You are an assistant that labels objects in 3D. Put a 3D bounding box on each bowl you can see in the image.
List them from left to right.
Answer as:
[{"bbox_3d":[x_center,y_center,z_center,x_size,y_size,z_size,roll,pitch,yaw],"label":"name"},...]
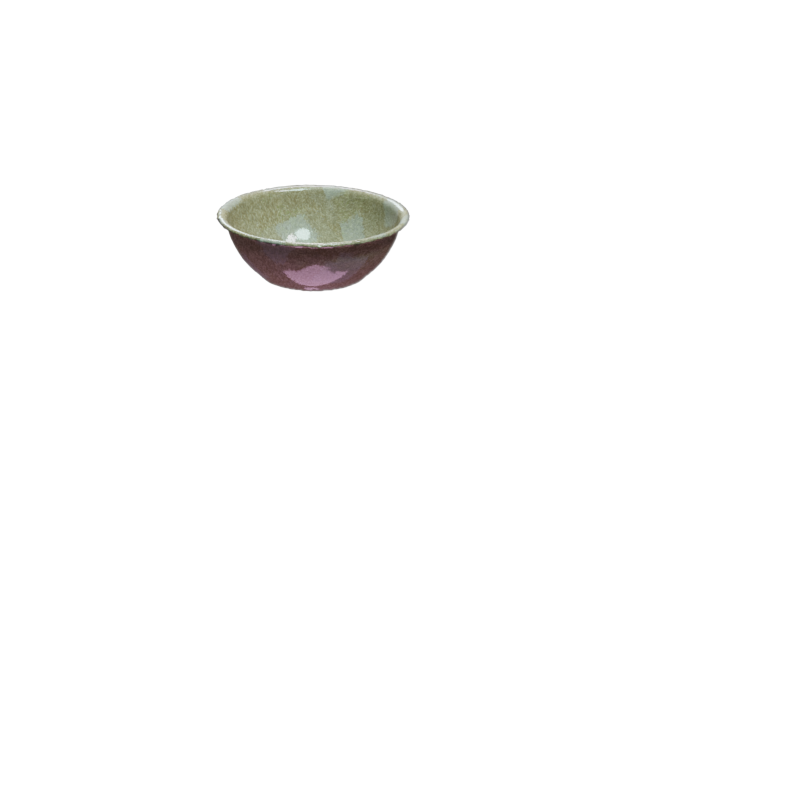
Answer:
[{"bbox_3d":[-0.074,-0.134,0.940,0.162,0.052,0.171,-1,26,-2],"label":"bowl"}]
